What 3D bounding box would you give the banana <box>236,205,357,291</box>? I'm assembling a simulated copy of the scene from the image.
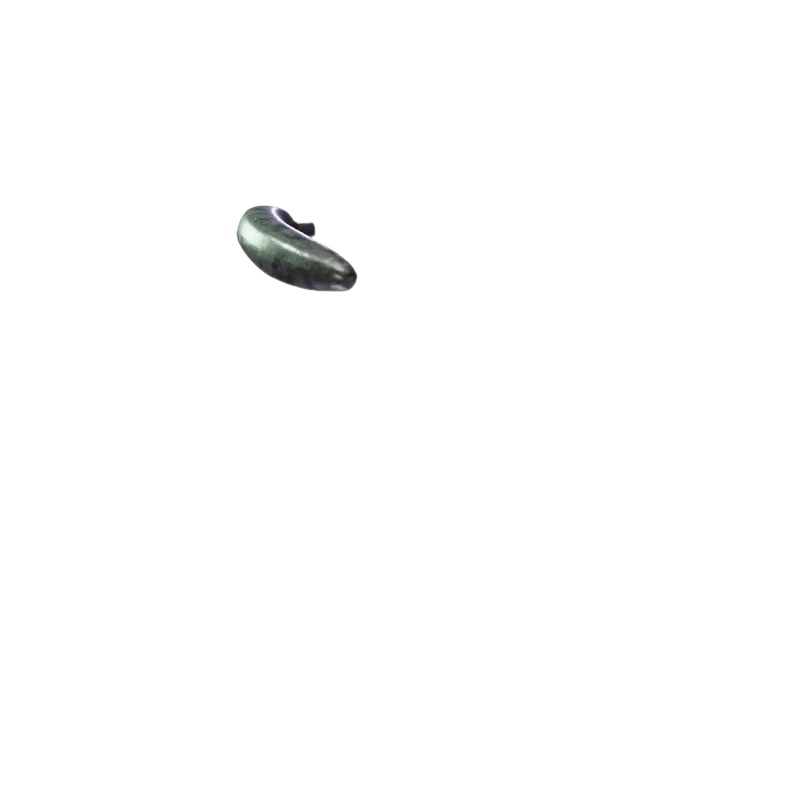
[{"bbox_3d":[-0.081,-0.114,0.800,0.069,0.035,0.208,-4,20,-11],"label":"banana"}]
